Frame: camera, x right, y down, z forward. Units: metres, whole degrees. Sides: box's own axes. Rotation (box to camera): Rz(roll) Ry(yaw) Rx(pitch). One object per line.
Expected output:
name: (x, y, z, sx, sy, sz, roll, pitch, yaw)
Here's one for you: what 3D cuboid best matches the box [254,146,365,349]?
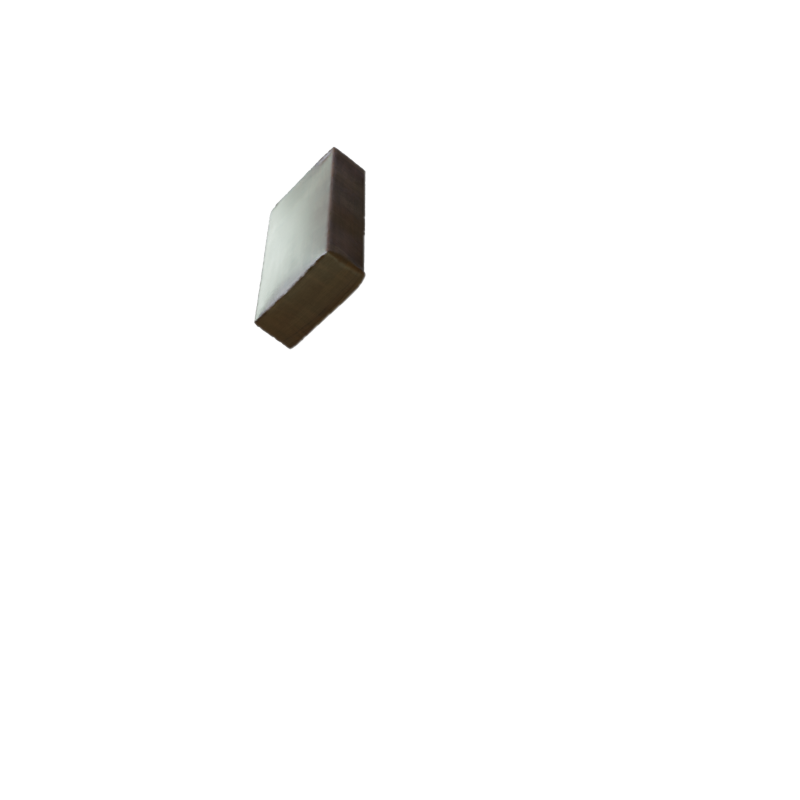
box: (-0.073, -0.132, 0.923, 0.045, 0.189, 0.092, 35, -62, -27)
